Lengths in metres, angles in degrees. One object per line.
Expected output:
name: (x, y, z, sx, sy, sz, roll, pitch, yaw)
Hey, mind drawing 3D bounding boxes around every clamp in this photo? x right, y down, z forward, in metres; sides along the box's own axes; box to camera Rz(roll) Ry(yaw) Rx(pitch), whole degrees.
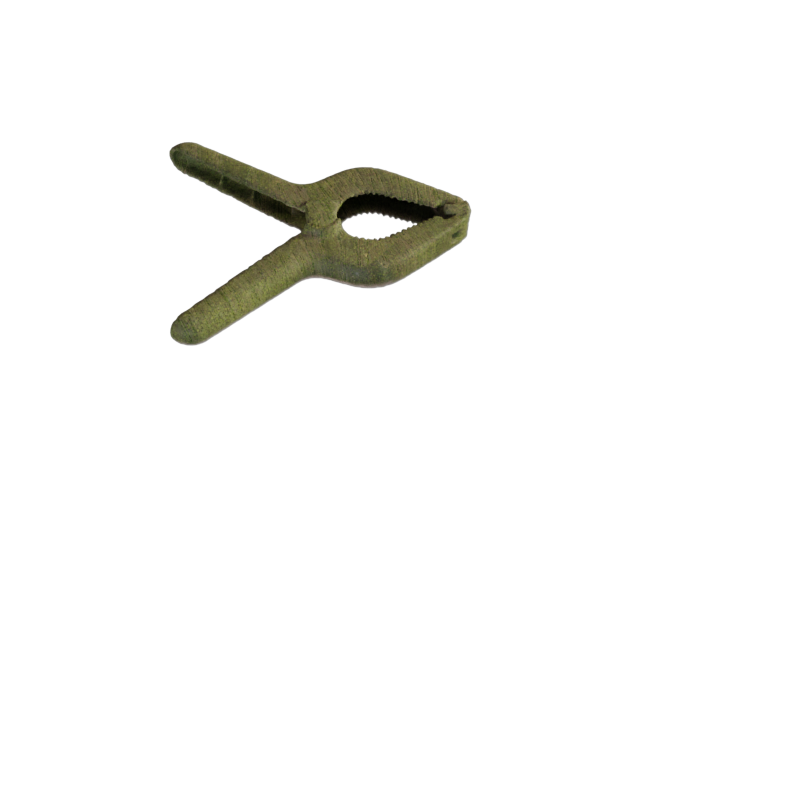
clamp: (-0.058, -0.106, 0.741, 0.210, 0.176, 0.034, 1, -34, 1)
